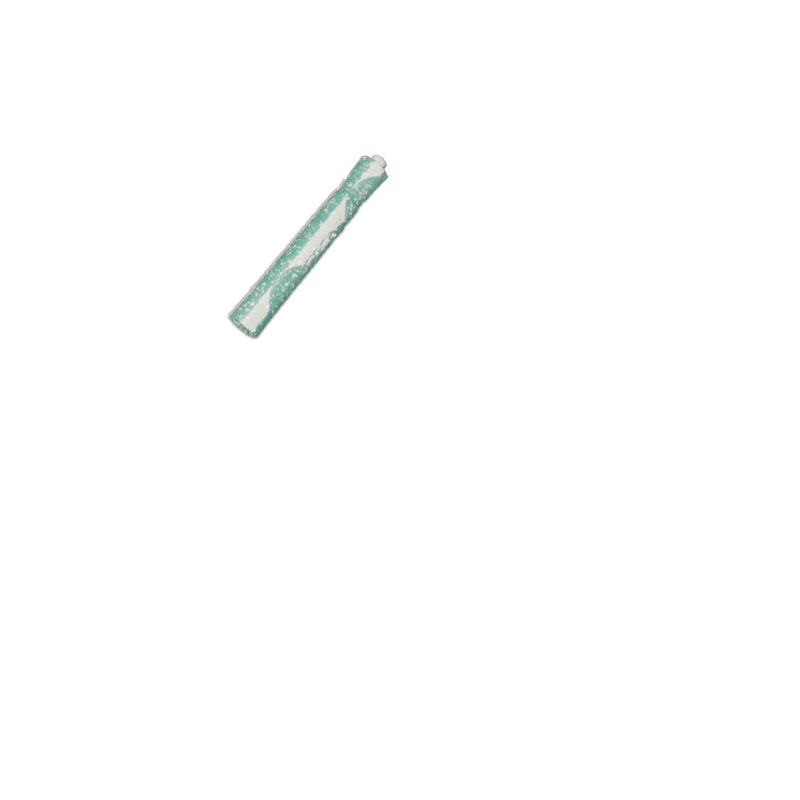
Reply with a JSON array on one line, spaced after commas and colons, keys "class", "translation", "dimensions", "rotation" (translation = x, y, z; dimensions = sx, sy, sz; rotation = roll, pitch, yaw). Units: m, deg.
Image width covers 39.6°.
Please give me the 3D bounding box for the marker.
[{"class": "marker", "translation": [-0.046, -0.085, 0.593], "dimensions": [0.020, 0.123, 0.019], "rotation": [36, -14, 7]}]
